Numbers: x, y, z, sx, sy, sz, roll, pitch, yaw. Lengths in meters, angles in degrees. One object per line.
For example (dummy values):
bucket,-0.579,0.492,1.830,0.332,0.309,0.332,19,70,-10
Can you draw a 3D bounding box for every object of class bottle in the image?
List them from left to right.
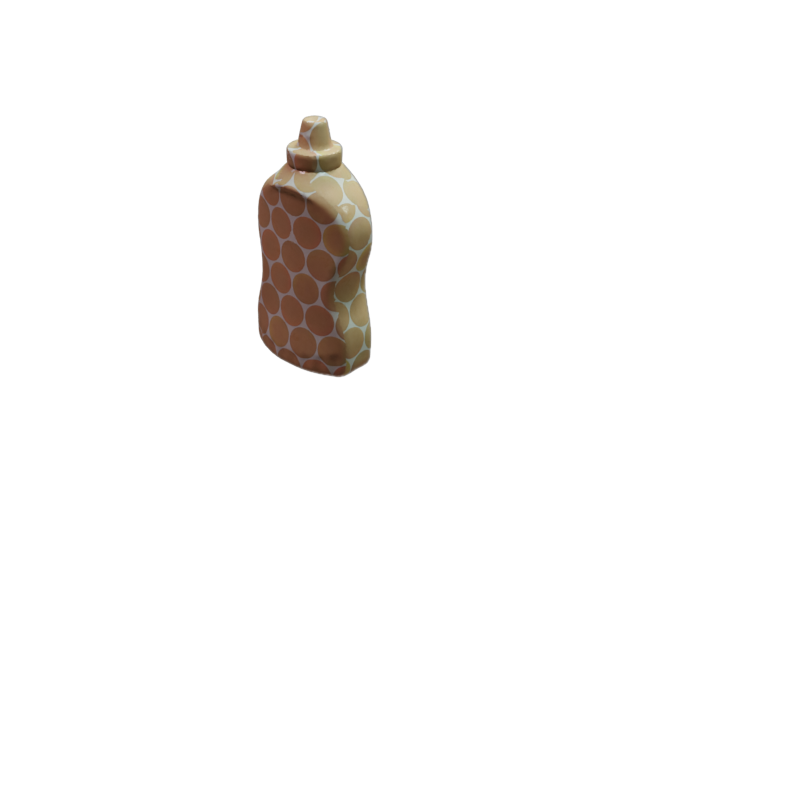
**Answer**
bottle,-0.065,-0.118,0.828,0.102,0.181,0.058,25,34,37
